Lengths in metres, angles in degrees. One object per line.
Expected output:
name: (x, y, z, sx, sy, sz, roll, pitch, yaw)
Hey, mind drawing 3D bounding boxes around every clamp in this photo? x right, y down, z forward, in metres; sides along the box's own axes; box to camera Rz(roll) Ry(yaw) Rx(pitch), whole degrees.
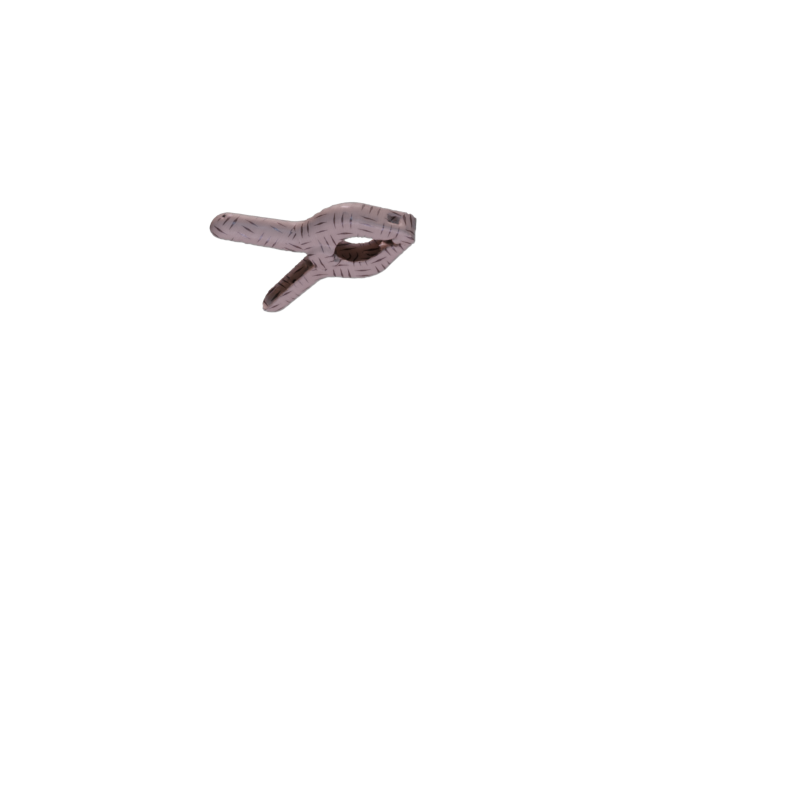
clamp: (-0.074, -0.135, 0.943, 0.173, 0.042, 0.111, -18, -38, 24)
